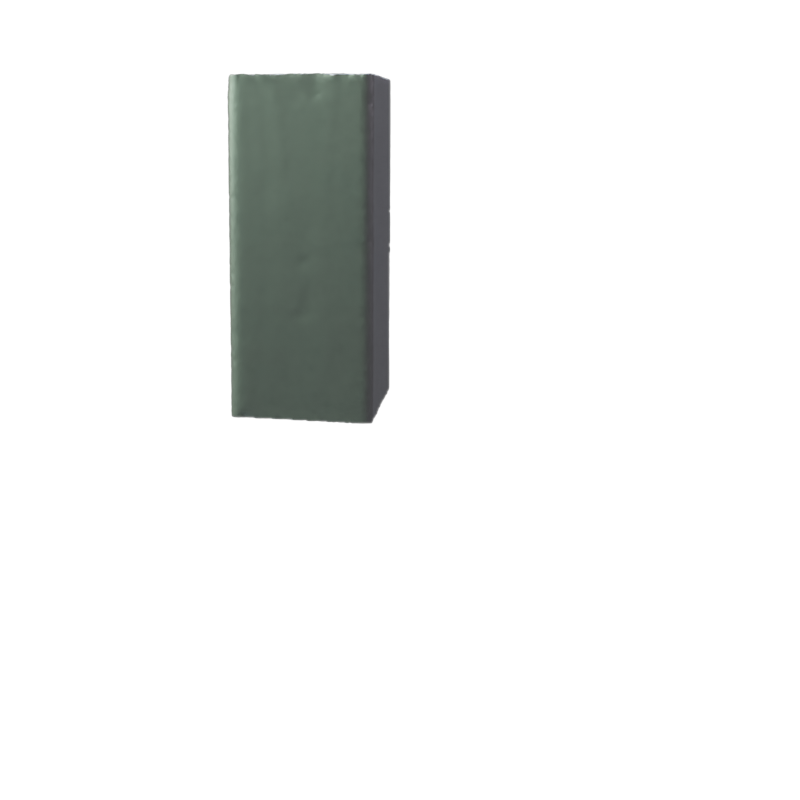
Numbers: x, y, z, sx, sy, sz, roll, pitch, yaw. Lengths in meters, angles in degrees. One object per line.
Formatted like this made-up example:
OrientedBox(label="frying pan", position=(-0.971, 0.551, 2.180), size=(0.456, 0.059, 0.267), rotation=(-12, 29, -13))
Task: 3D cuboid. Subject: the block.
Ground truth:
OrientedBox(label="block", position=(-0.055, -0.100, 0.697), size=(0.091, 0.203, 0.091), rotation=(2, 8, 7))
